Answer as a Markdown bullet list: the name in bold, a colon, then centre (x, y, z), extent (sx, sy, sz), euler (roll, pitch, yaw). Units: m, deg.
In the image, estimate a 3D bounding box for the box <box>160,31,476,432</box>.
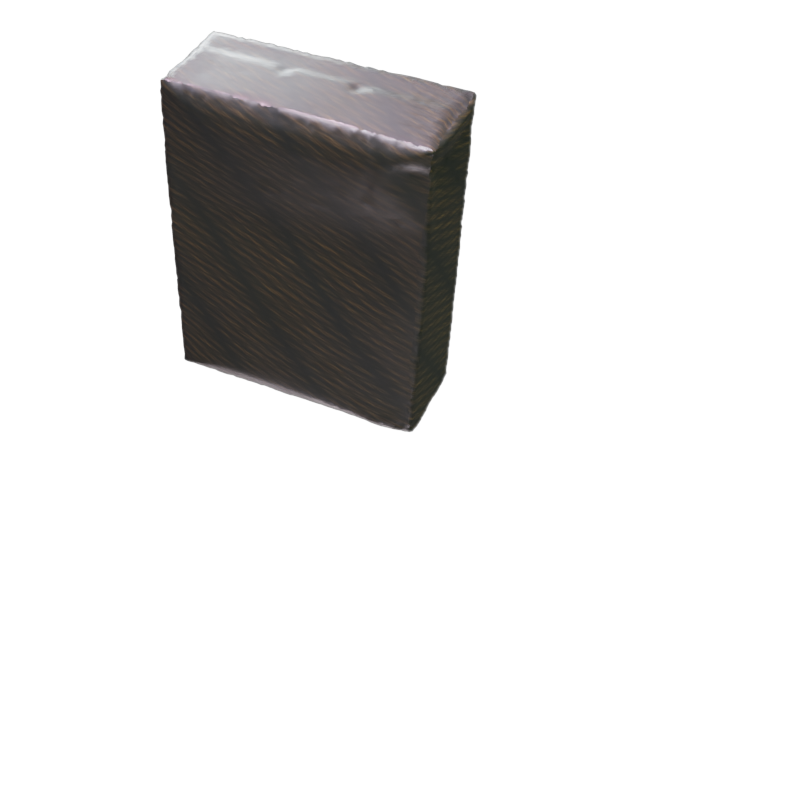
- **box**: centre (-0.051, -0.094, 0.658), extent (0.170, 0.199, 0.074), euler (19, 45, 17)
